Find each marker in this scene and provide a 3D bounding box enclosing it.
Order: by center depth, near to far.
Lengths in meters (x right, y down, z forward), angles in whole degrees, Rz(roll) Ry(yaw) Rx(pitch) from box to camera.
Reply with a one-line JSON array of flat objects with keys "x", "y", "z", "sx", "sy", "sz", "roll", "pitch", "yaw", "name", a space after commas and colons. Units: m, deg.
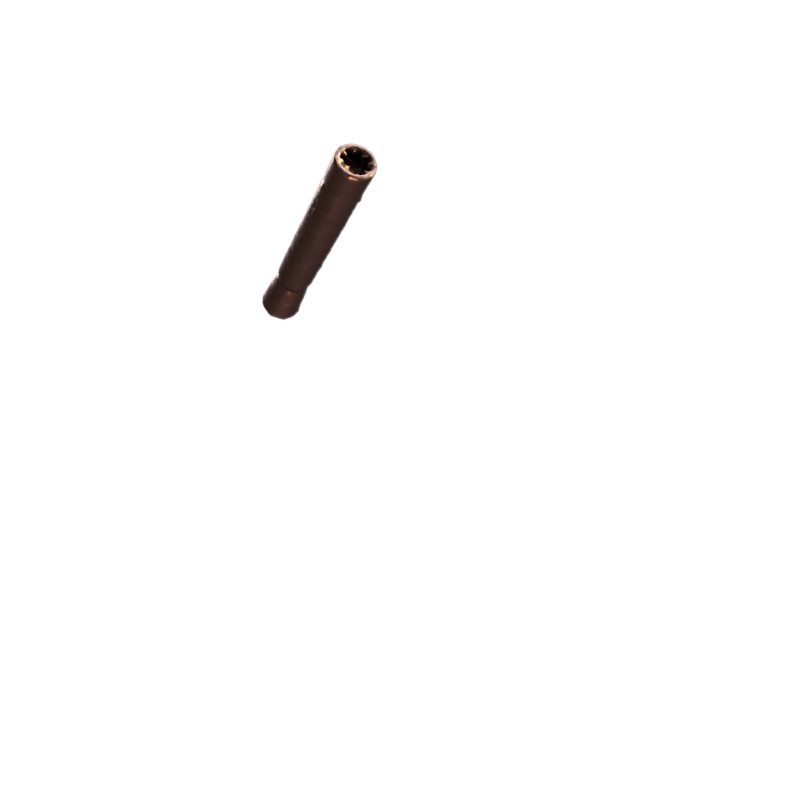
[{"x": -0.039, "y": -0.071, "z": 0.495, "sx": 0.019, "sy": 0.021, "sz": 0.116, "roll": -1, "pitch": -26, "yaw": -24, "name": "marker"}]
